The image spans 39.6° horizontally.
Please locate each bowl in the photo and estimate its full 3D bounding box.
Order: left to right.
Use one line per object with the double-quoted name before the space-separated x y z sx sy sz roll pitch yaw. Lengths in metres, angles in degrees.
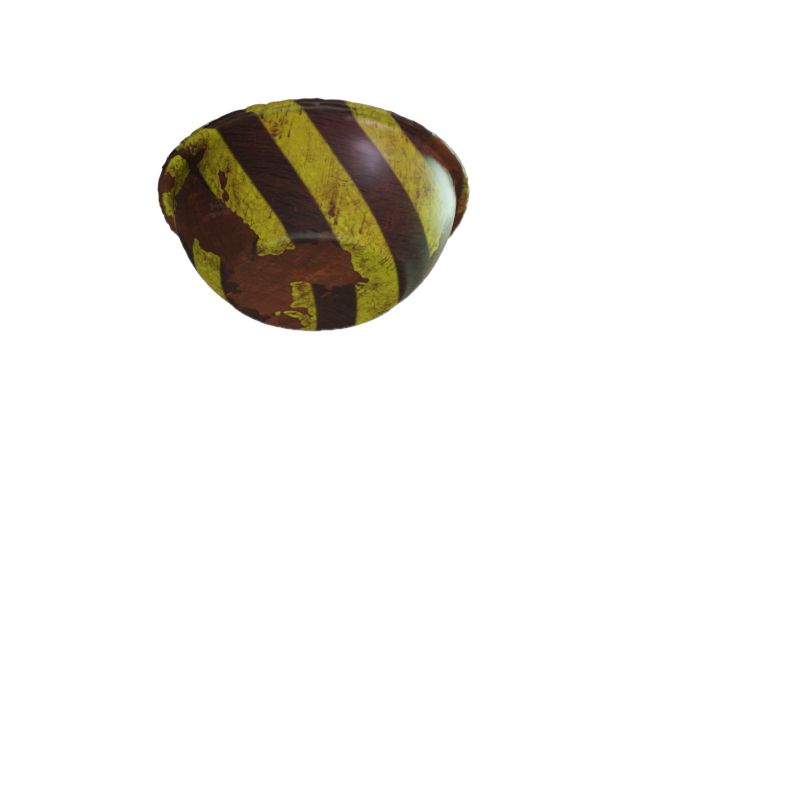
"bowl" -0.044 -0.080 0.562 0.162 0.059 0.152 1 -28 -2
